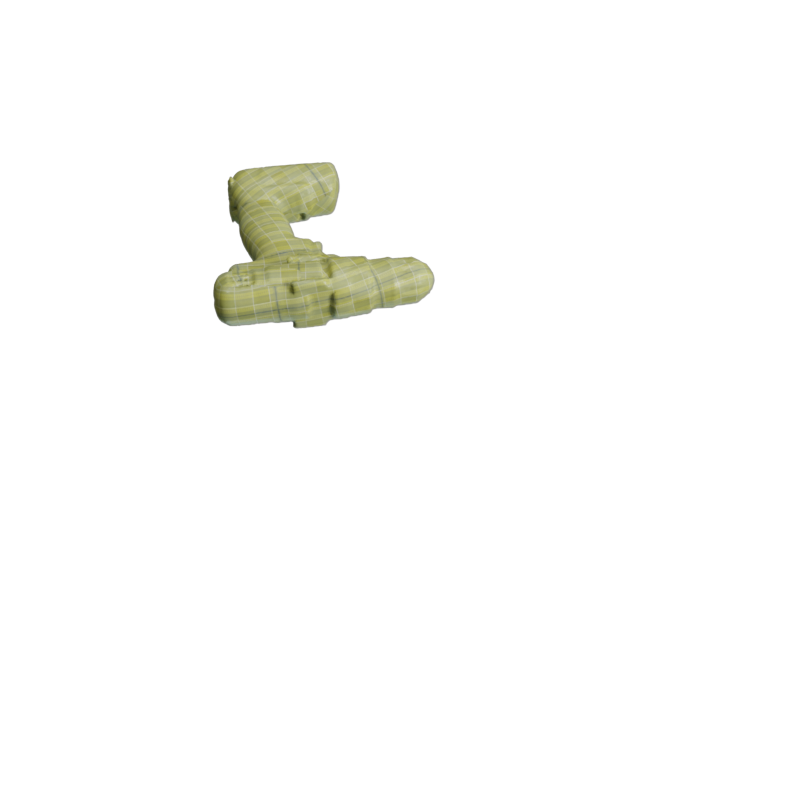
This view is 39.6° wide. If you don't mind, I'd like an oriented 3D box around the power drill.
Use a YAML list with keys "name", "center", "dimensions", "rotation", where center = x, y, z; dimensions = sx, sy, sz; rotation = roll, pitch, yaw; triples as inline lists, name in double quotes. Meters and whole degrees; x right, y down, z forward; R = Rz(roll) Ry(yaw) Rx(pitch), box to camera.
- name: "power drill"
  center: [-0.076, -0.139, 0.975]
  dimensions: [0.183, 0.054, 0.202]
  rotation: [-6, 40, -8]
